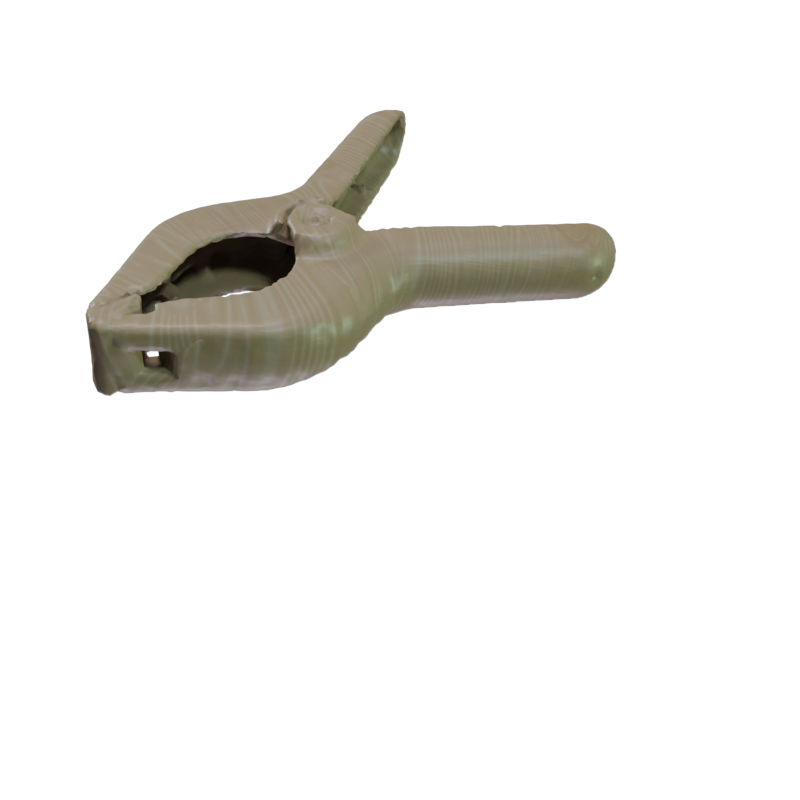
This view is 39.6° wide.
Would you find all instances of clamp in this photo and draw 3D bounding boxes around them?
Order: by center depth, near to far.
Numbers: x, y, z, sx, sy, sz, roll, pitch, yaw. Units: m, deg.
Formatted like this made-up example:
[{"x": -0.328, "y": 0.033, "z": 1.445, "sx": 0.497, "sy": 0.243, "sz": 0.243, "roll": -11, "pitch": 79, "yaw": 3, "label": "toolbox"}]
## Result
[{"x": -0.029, "y": -0.053, "z": 0.372, "sx": 0.169, "sy": 0.037, "sz": 0.129, "roll": -18, "pitch": 37, "yaw": -25, "label": "clamp"}]
